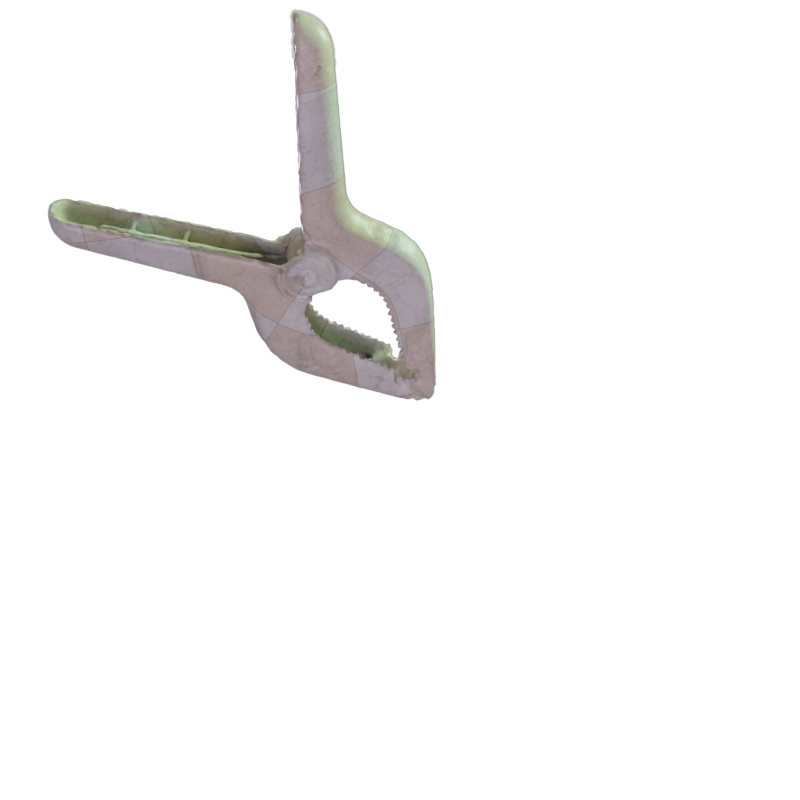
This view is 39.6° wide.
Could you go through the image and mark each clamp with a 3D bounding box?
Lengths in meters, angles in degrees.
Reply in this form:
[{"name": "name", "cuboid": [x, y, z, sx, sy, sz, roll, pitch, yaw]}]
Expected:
[{"name": "clamp", "cuboid": [-0.043, -0.078, 0.543, 0.199, 0.163, 0.039, 40, 25, -23]}]
